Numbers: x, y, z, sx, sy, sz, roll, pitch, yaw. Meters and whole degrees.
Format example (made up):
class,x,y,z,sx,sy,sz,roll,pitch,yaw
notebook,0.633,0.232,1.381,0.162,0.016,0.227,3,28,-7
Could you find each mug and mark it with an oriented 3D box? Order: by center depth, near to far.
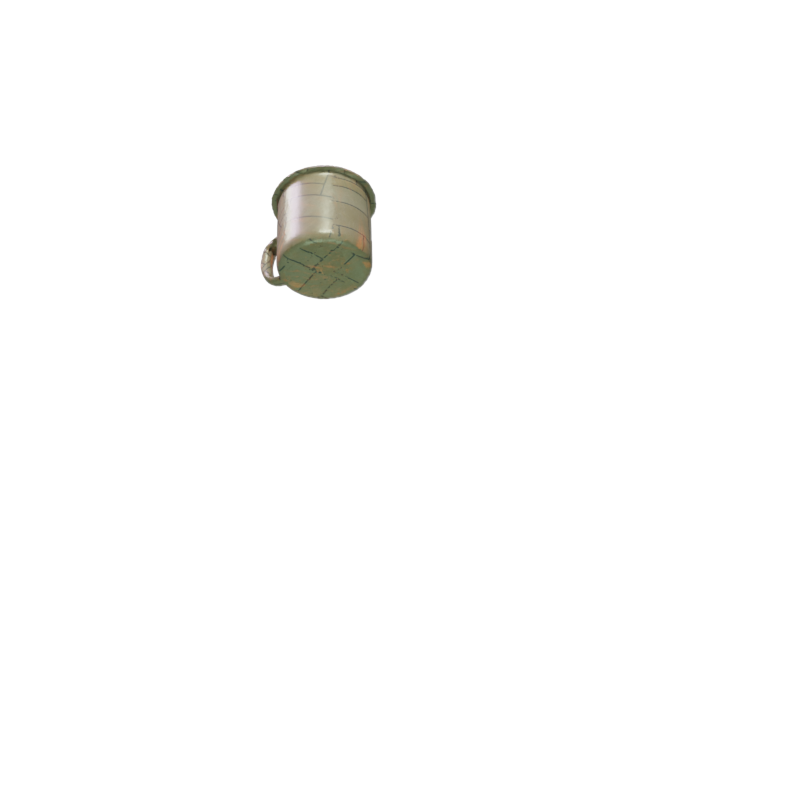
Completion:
class,x,y,z,sx,sy,sz,roll,pitch,yaw
mug,-0.076,-0.138,0.965,0.117,0.087,0.086,-25,-45,26
